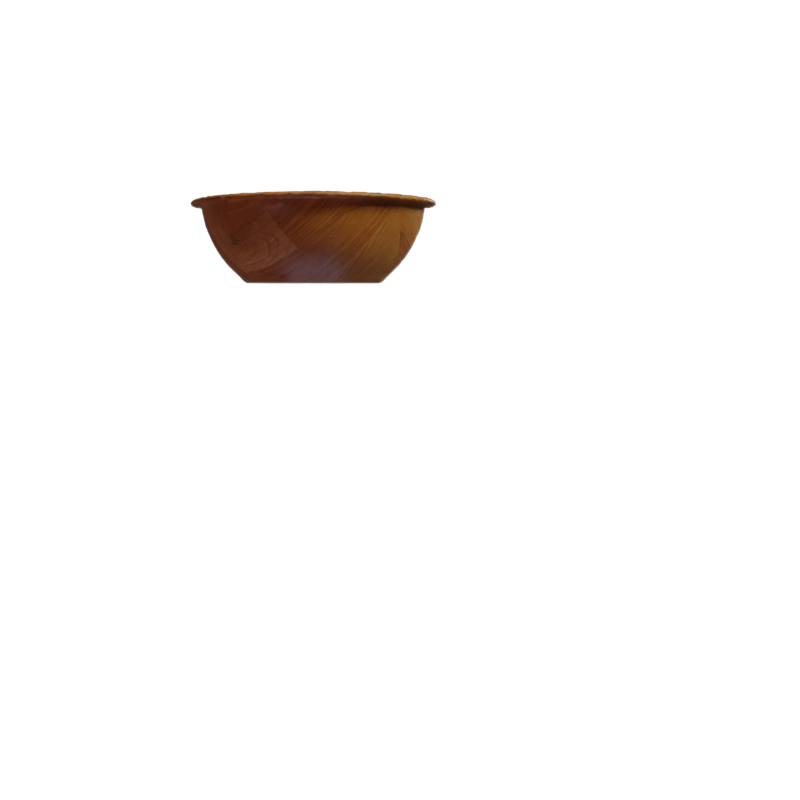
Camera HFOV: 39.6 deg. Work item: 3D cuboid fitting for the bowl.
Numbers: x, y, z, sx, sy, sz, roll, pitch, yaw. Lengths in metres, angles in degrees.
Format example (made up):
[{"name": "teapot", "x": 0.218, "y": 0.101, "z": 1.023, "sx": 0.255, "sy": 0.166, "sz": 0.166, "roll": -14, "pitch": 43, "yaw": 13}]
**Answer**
[{"name": "bowl", "x": -0.057, "y": -0.105, "z": 0.733, "sx": 0.162, "sy": 0.055, "sz": 0.163, "roll": 0, "pitch": 5, "yaw": -2}]
